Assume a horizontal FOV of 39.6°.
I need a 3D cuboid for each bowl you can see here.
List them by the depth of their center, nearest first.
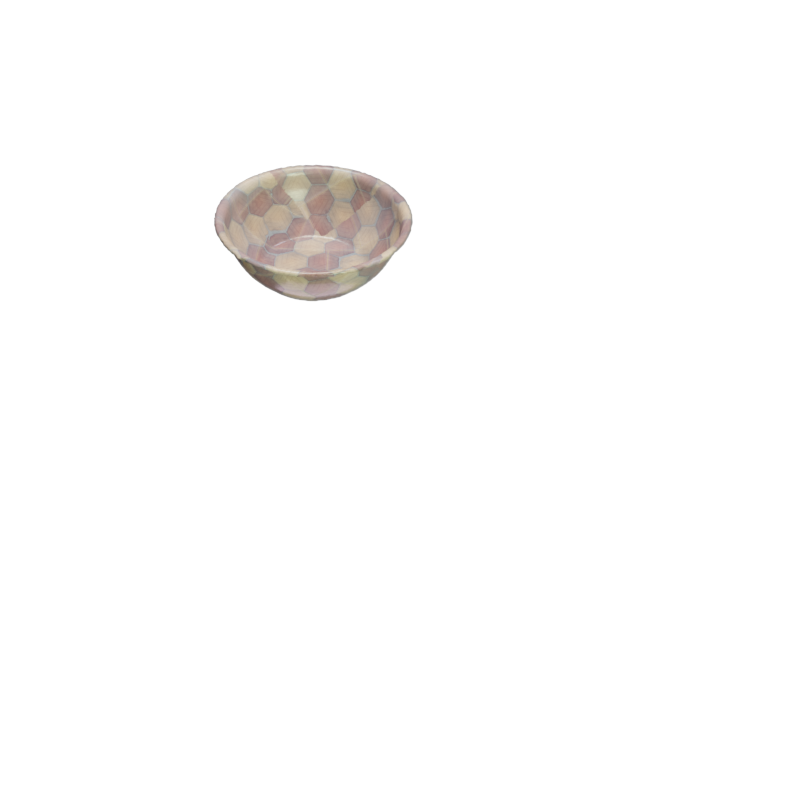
[{"bbox_3d":[-0.072,-0.131,0.919,0.162,0.051,0.174,-1,41,-2],"label":"bowl"}]
